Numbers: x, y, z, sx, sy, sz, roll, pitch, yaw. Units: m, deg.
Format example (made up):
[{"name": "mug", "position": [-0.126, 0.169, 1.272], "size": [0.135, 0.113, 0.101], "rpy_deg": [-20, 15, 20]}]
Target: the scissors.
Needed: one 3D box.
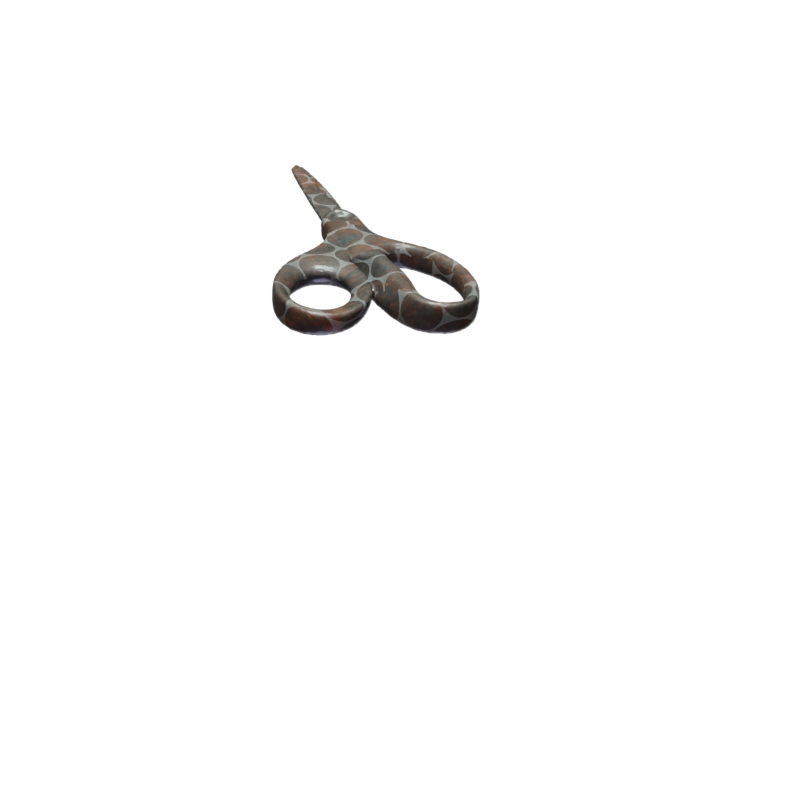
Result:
[{"name": "scissors", "position": [-0.041, -0.076, 0.529], "size": [0.094, 0.015, 0.217], "rpy_deg": [-16, 33, -27]}]
